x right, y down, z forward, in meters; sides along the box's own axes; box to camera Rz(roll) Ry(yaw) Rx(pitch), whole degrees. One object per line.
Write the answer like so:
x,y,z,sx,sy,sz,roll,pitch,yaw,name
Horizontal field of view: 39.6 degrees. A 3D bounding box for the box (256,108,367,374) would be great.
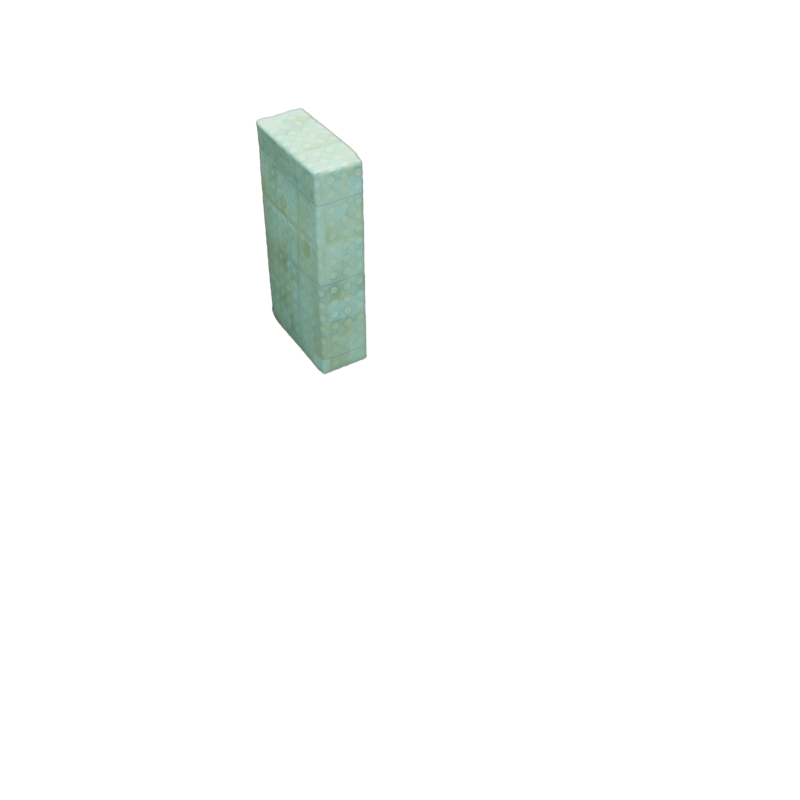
-0.064,-0.117,0.822,0.047,0.165,0.101,-17,41,-25,box
